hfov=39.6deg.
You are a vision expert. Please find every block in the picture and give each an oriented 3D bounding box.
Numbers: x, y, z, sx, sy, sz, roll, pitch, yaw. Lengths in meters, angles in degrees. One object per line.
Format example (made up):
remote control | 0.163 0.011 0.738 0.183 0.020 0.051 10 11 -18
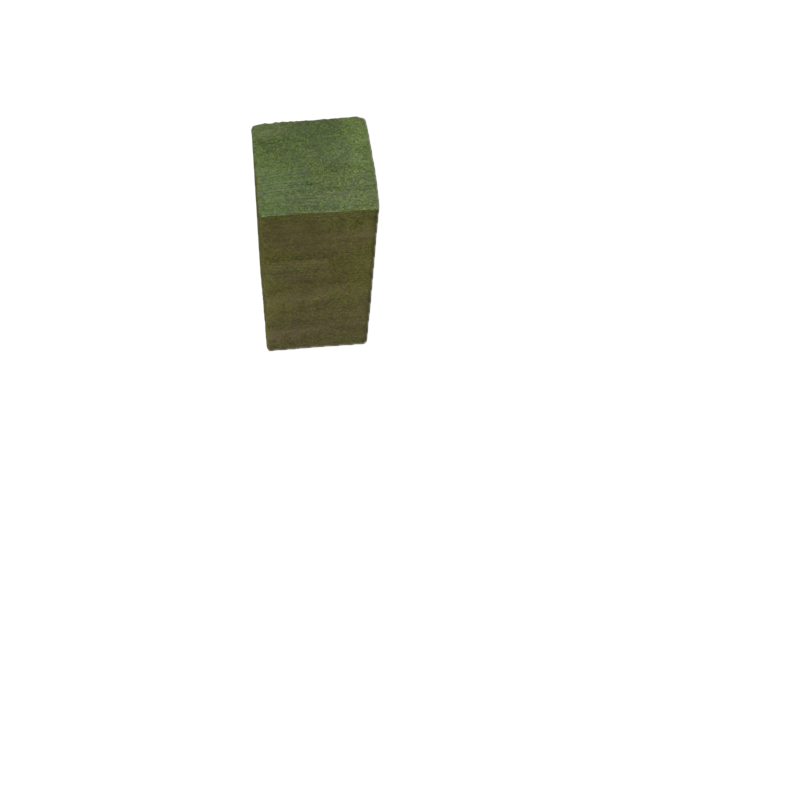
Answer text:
block | -0.071 -0.131 0.910 0.090 0.096 0.194 -5 -28 -6
